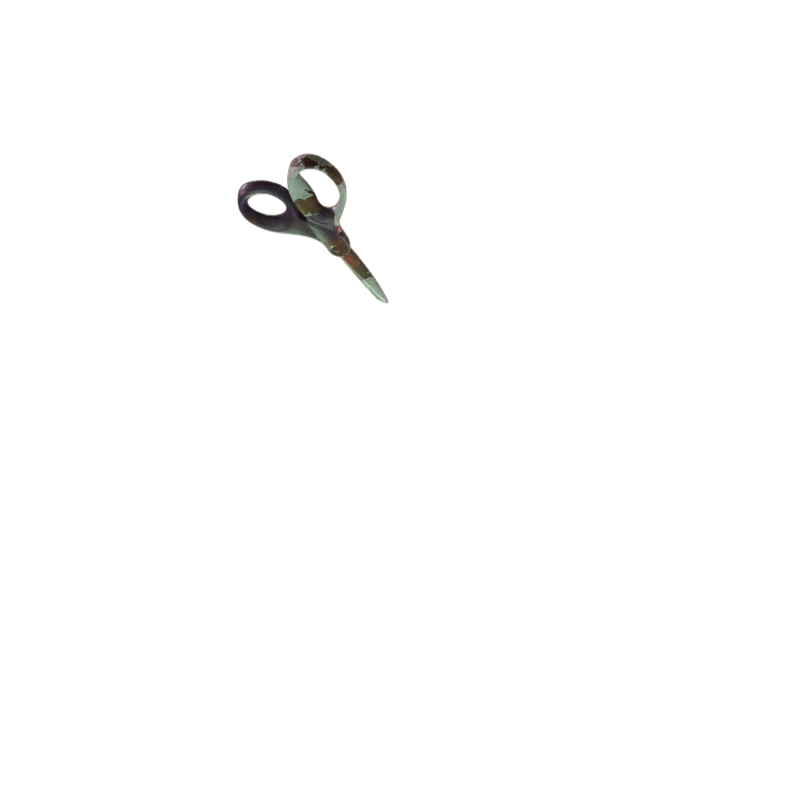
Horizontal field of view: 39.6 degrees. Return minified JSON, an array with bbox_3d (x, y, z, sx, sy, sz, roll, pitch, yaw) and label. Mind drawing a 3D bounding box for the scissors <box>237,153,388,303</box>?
[{"bbox_3d":[-0.072,-0.131,0.921,0.097,0.017,0.187,-5,-33,8],"label":"scissors"}]
